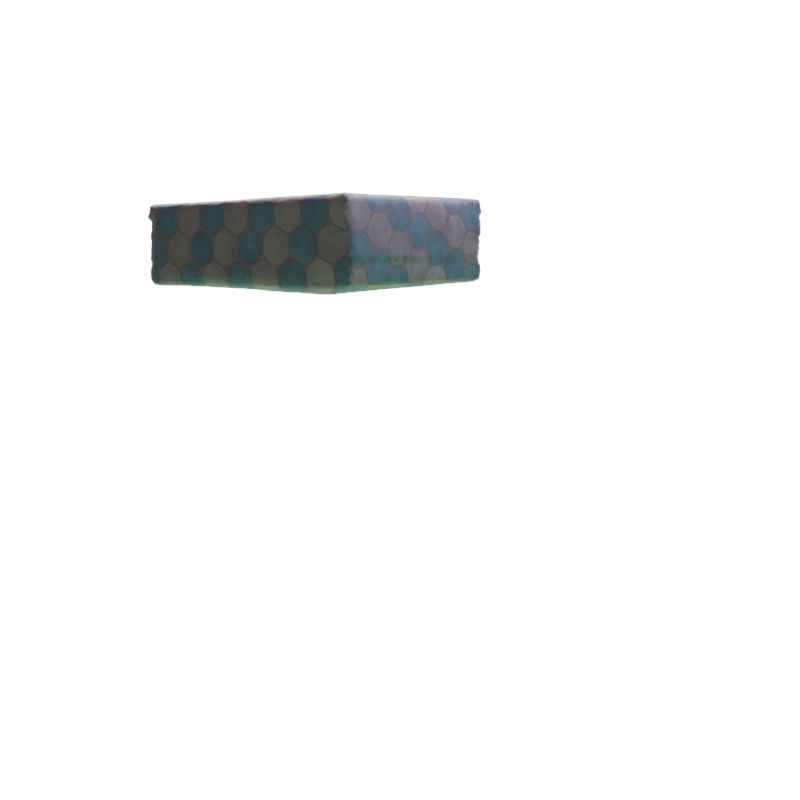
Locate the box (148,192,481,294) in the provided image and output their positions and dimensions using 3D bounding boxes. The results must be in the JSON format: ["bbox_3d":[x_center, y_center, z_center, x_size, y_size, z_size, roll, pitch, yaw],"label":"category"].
[{"bbox_3d":[-0.037,-0.067,0.468,0.118,0.038,0.087,7,11,39],"label":"box"}]
